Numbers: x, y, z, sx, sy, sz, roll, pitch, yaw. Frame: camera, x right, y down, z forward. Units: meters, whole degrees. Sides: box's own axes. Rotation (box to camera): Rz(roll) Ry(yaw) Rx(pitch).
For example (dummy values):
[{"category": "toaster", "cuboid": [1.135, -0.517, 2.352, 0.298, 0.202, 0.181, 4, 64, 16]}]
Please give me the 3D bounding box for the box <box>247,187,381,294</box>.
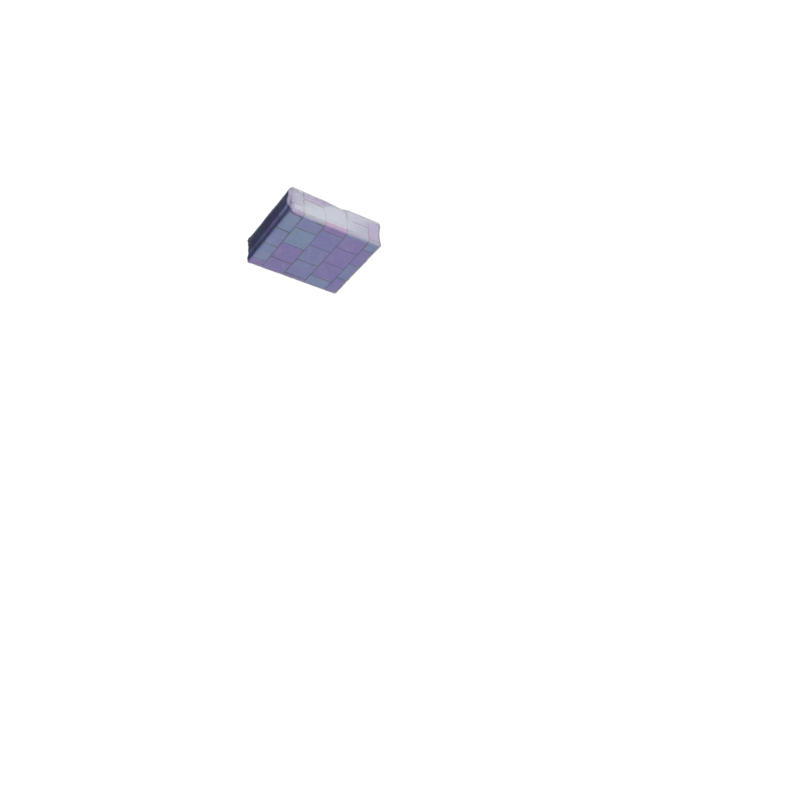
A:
[{"category": "box", "cuboid": [-0.072, -0.132, 0.922, 0.085, 0.032, 0.071, 20, -42, -25]}]
